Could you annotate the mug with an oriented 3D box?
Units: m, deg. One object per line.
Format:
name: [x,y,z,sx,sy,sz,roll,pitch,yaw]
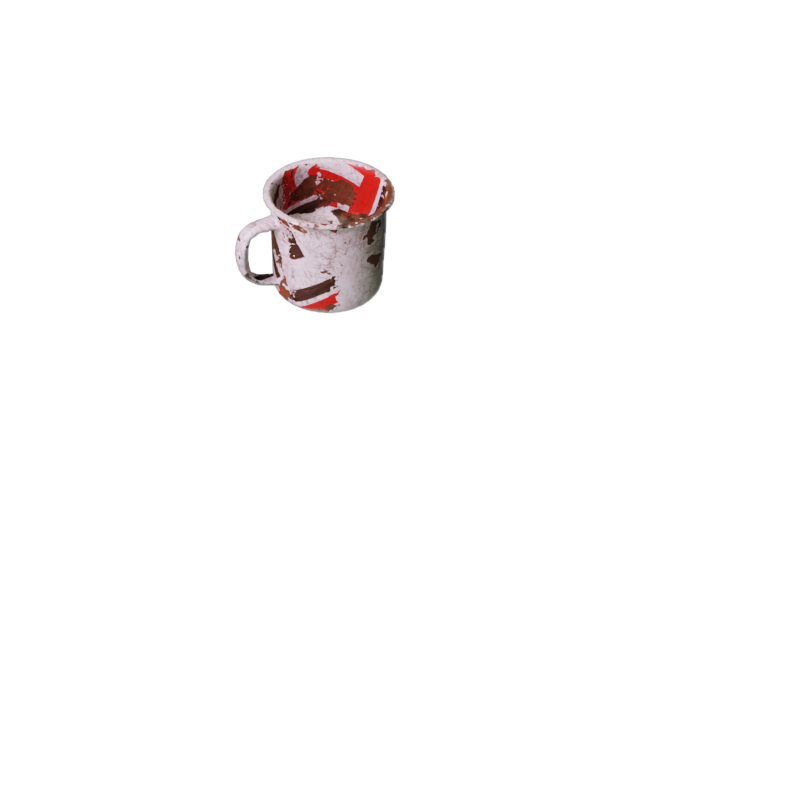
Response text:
mug: [-0.062,-0.114,0.795,0.116,0.076,0.101,-18,43,-22]
